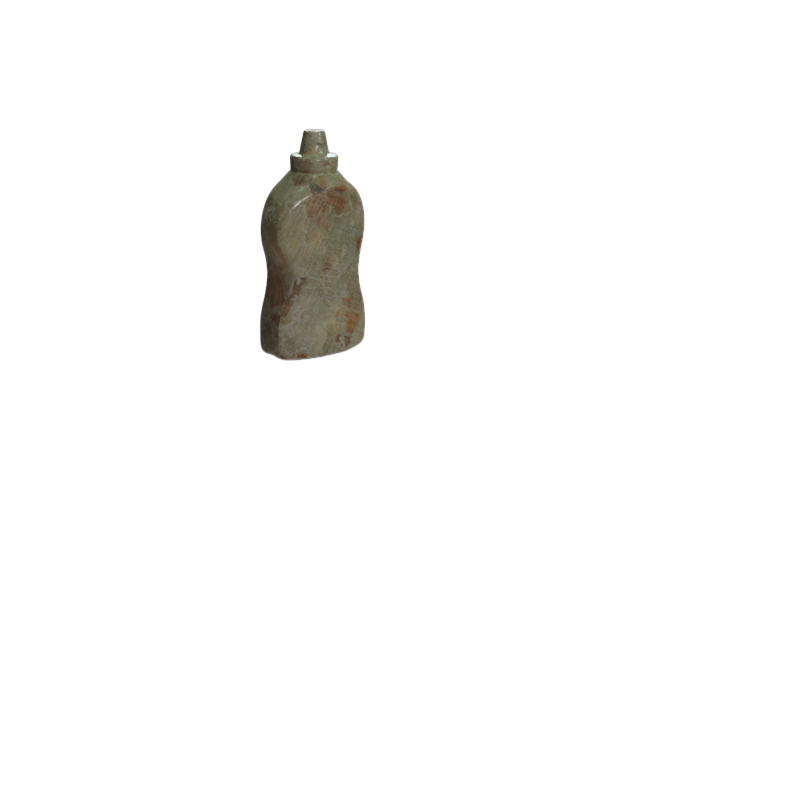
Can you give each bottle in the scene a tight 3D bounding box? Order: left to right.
[{"bbox_3d":[-0.074,-0.135,0.947,0.093,0.186,0.062,-10,16,-36],"label":"bottle"}]
